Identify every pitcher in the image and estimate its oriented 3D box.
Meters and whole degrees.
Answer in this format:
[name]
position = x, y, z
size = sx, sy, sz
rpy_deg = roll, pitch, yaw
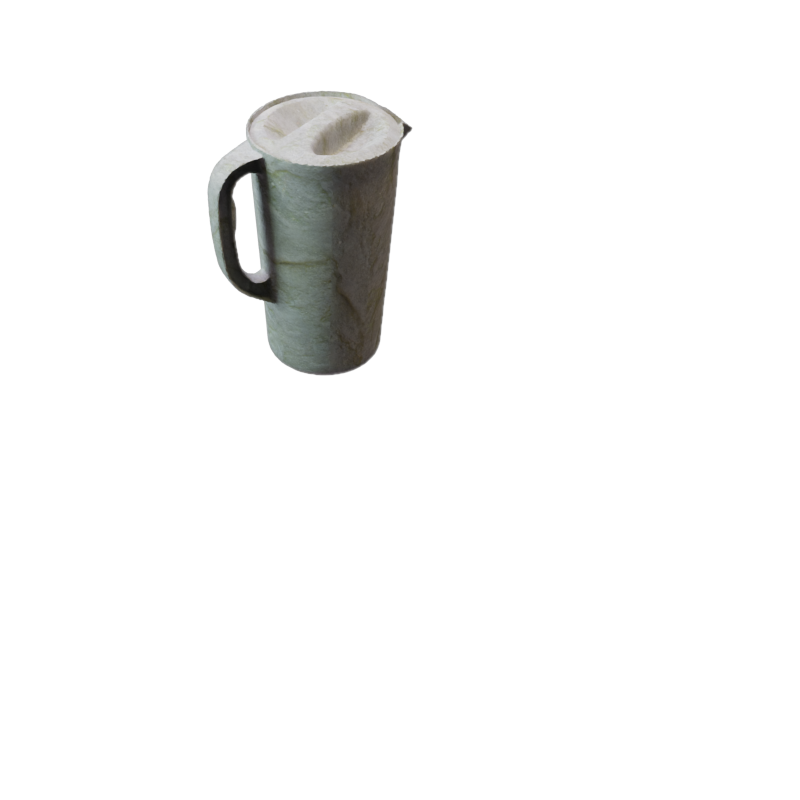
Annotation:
[pitcher]
position = -0.078, -0.141, 0.991
size = 0.152, 0.227, 0.152
rpy_deg = 10, 38, 11
